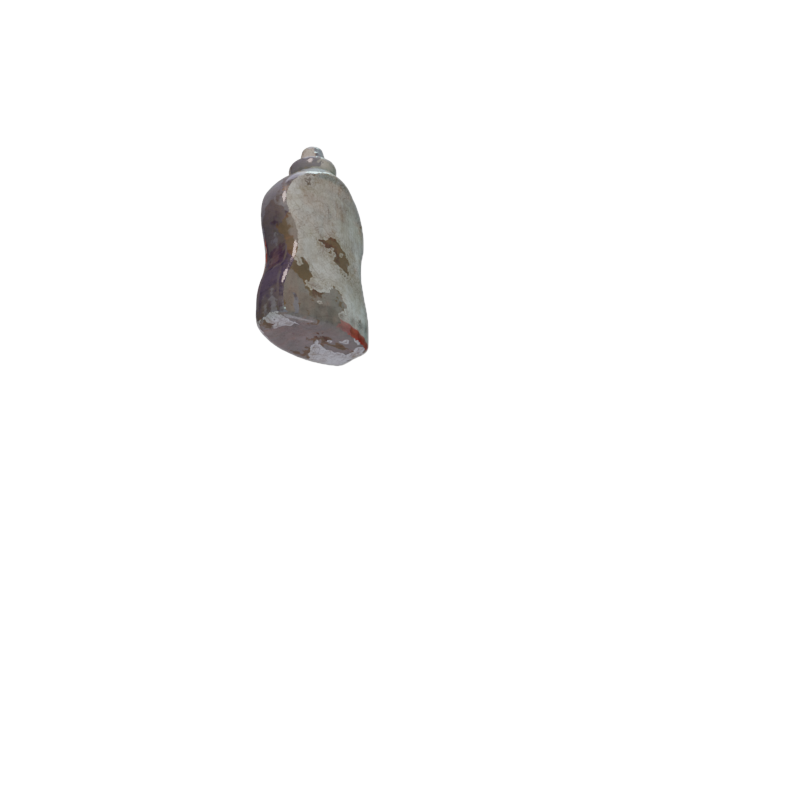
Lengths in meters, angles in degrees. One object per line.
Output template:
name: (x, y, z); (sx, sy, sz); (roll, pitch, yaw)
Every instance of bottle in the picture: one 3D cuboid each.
bottle: (-0.071, -0.129, 0.907); (0.090, 0.205, 0.058); (24, -41, -35)
